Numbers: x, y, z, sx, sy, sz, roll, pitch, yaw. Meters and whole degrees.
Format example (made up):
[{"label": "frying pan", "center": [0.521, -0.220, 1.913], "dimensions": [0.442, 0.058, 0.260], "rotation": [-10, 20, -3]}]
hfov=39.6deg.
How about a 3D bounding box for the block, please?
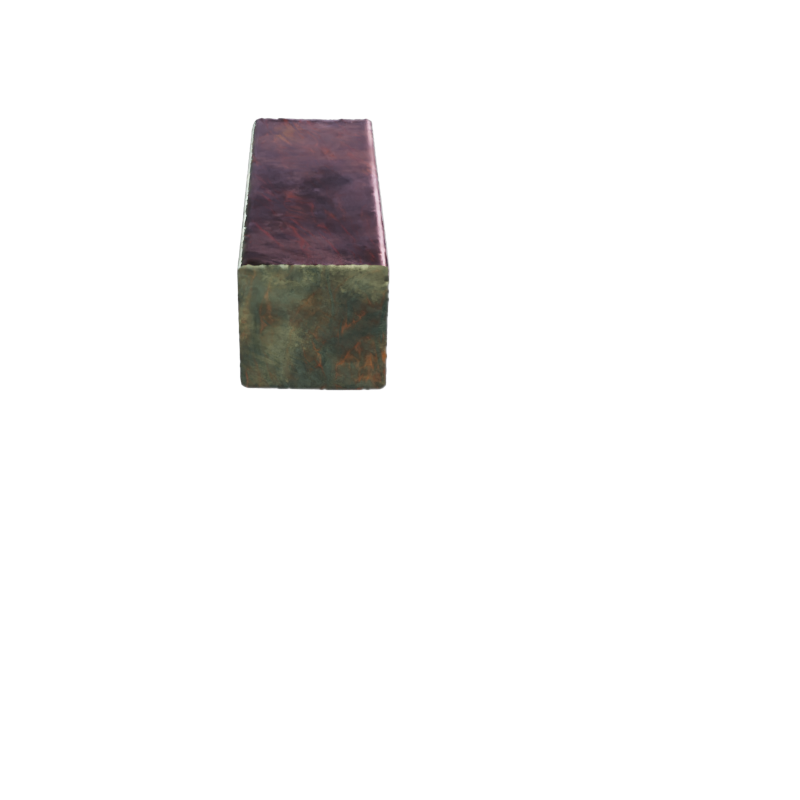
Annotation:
[{"label": "block", "center": [-0.059, -0.105, 0.739], "dimensions": [0.090, 0.085, 0.220], "rotation": [0, 36, -3]}]
